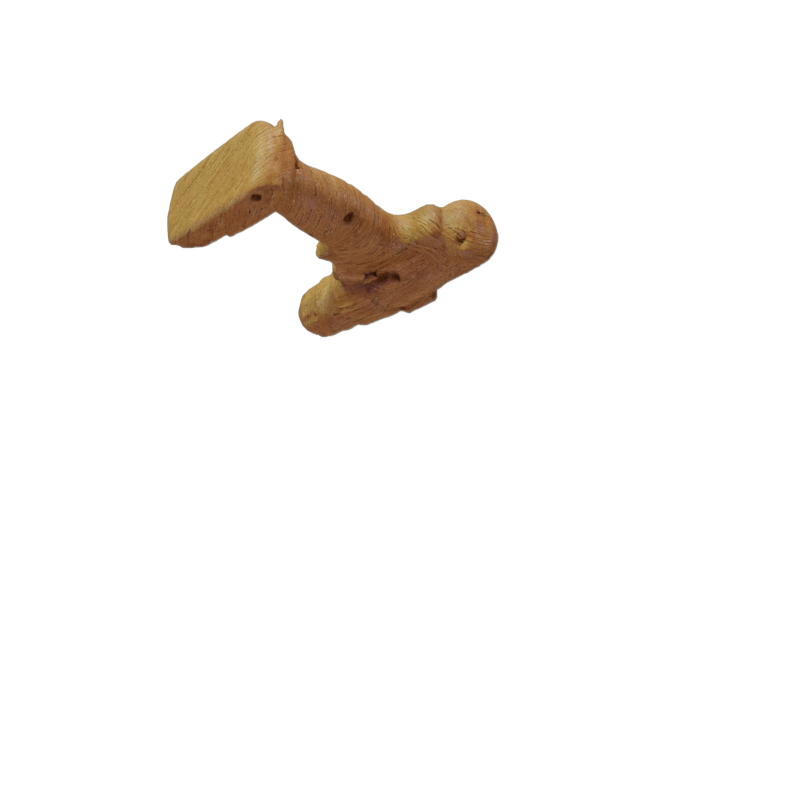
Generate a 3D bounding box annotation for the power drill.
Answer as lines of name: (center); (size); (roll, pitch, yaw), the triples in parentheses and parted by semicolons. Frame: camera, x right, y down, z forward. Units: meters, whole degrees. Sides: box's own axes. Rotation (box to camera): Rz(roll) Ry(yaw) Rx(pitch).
power drill: (-0.058, -0.106, 0.742); (0.177, 0.061, 0.184); (20, -32, -36)
